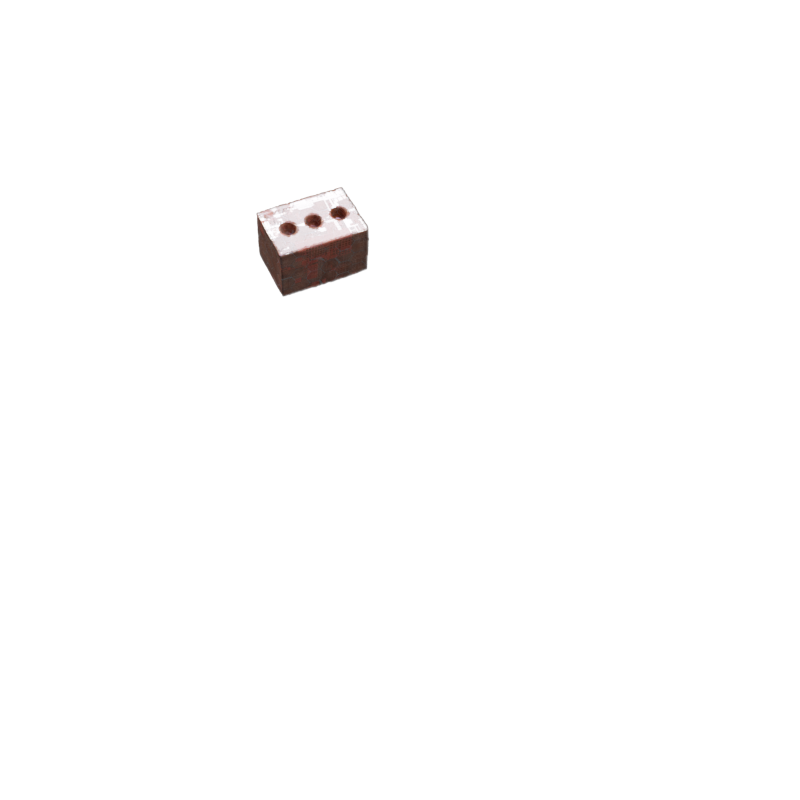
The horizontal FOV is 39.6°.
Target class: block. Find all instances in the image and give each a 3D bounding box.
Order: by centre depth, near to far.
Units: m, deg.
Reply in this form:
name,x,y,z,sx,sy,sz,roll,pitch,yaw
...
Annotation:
name,x,y,z,sx,sy,sz,roll,pitch,yaw
block,-0.070,-0.128,0.894,0.077,0.057,0.048,-20,-36,-16
